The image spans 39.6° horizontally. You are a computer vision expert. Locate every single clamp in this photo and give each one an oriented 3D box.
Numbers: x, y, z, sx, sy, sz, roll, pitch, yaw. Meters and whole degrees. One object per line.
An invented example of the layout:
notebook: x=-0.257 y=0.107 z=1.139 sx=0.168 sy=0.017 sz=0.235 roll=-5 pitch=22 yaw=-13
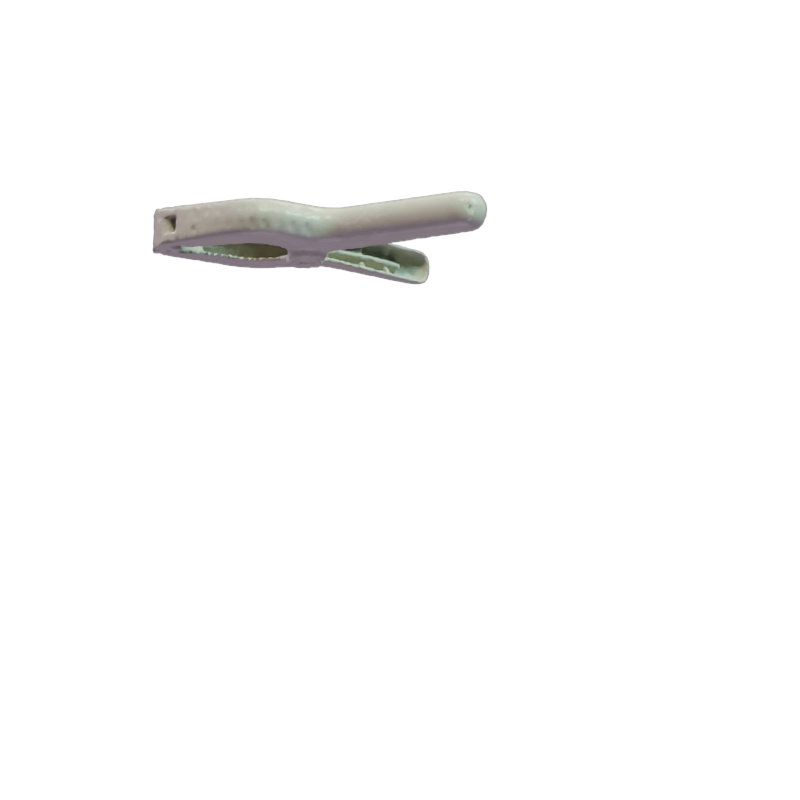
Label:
clamp: x=-0.058 y=-0.107 z=0.746 sx=0.209 sy=0.037 sz=0.160 roll=0 pitch=-9 yaw=-2
